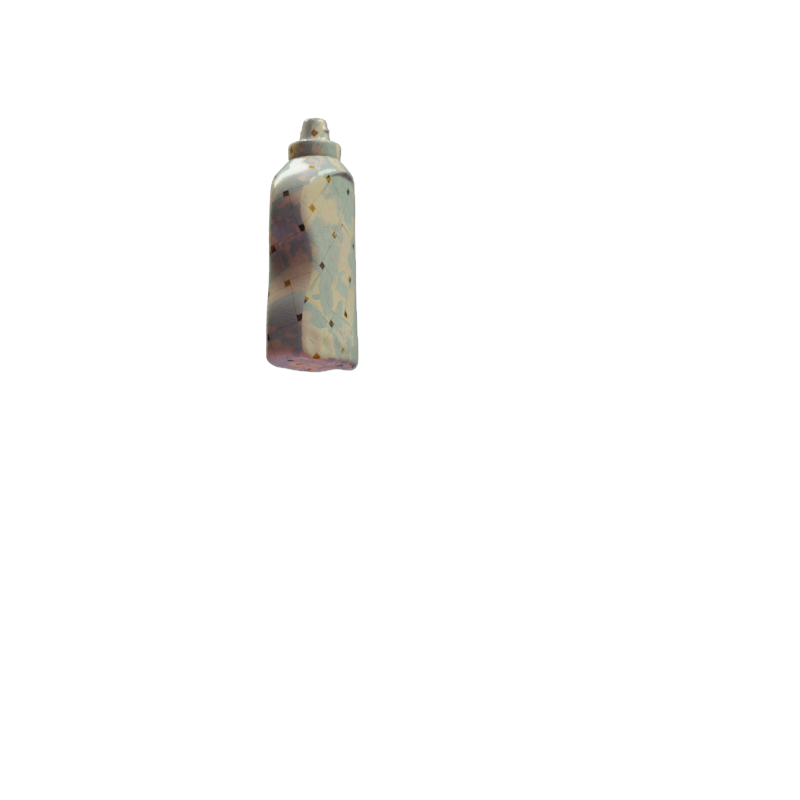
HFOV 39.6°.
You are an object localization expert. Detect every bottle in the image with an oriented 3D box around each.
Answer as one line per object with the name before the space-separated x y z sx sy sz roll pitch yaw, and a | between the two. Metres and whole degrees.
bottle | -0.065 -0.120 0.842 0.060 0.197 0.091 -6 -12 25
